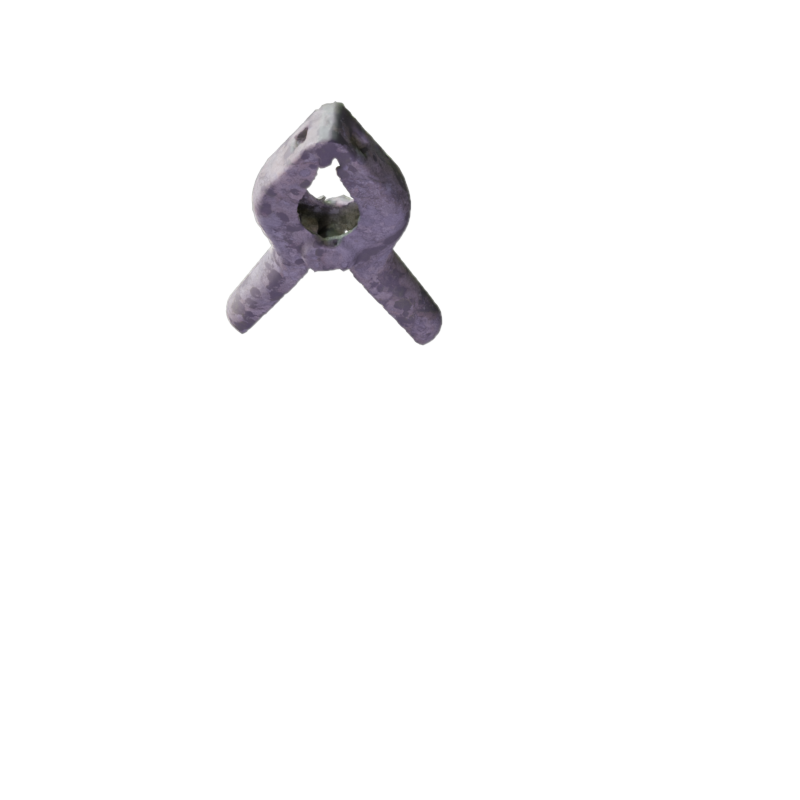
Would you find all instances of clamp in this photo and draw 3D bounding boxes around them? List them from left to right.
[{"bbox_3d":[-0.045,-0.082,0.575,0.121,0.042,0.158,-5,-39,6],"label":"clamp"}]
